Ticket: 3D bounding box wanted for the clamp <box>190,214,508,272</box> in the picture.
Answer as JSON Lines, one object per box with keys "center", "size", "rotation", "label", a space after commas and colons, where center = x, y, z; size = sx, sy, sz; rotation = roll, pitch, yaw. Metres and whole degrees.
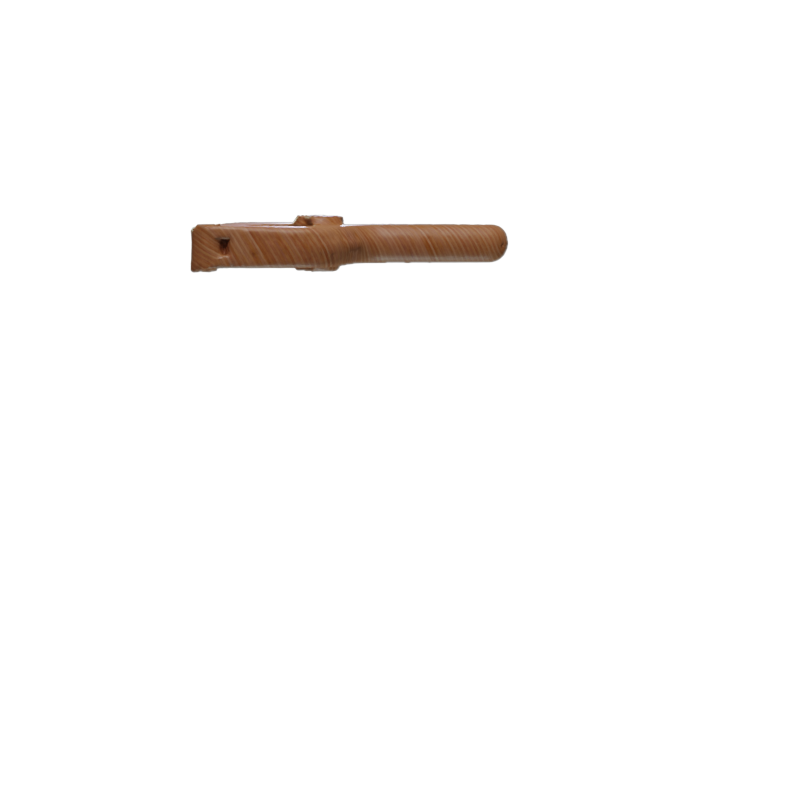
{"center": [-0.057, -0.105, 0.732], "size": [0.203, 0.036, 0.173], "rotation": [-9, 14, -39], "label": "clamp"}
